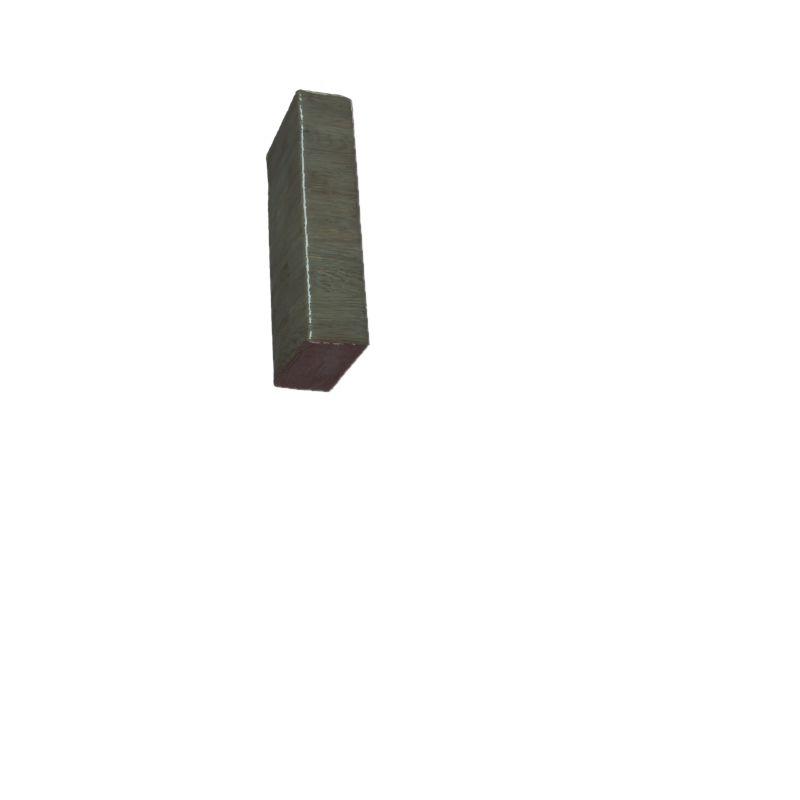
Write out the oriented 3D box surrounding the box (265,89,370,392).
[{"bbox_3d":[-0.056,-0.103,0.723,0.047,0.186,0.091,6,-25,-18],"label":"box"}]
